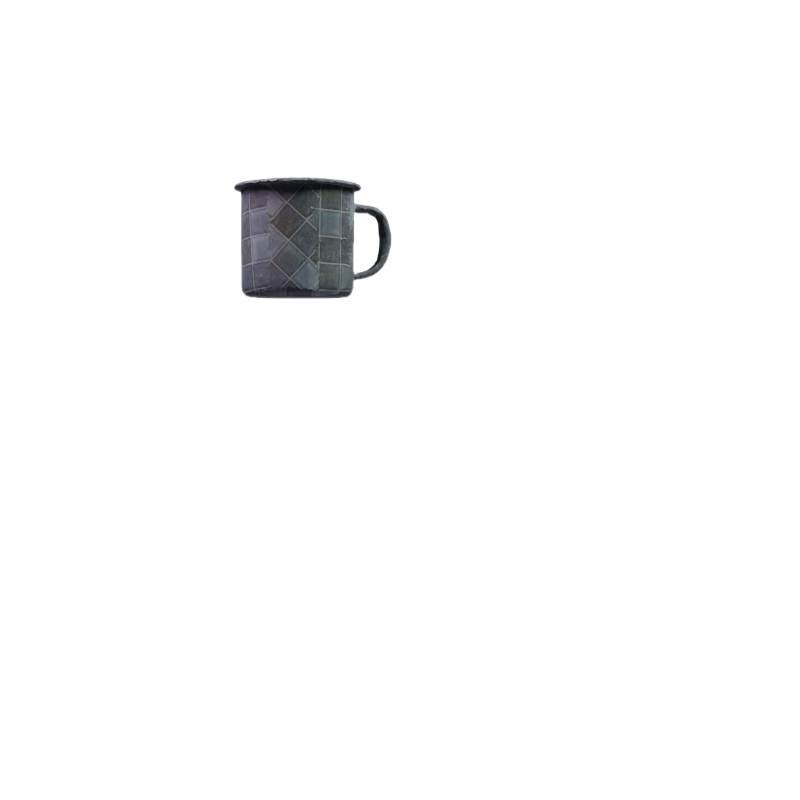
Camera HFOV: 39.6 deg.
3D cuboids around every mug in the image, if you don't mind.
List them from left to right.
[{"bbox_3d":[-0.063,-0.116,0.809,0.114,0.082,0.095,0,0,-18],"label":"mug"}]
